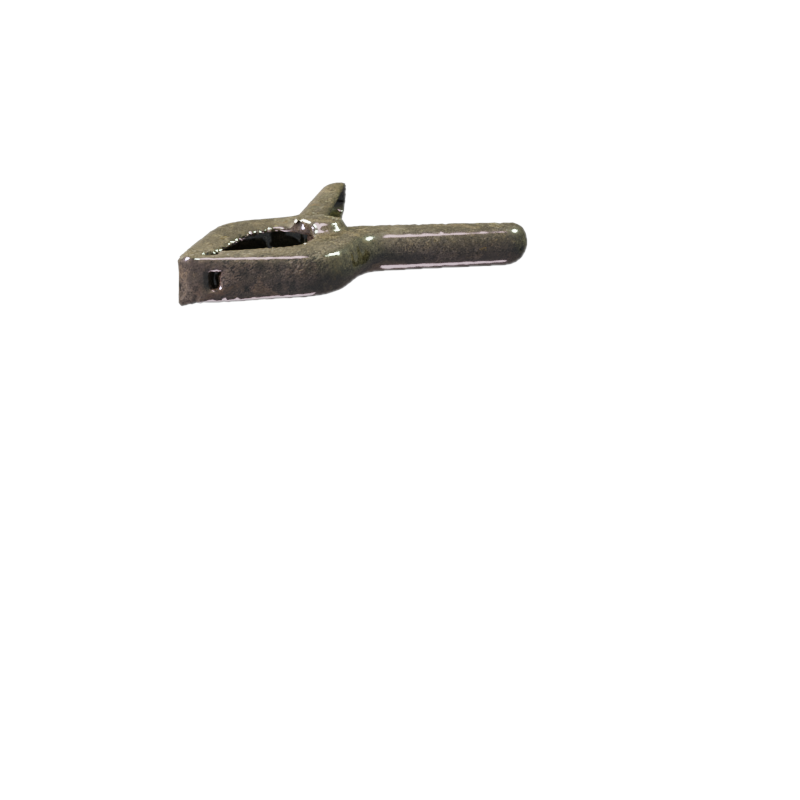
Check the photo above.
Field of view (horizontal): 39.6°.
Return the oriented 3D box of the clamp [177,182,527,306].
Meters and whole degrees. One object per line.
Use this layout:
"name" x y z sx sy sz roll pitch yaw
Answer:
"clamp" -0.052 -0.095 0.666 0.206 0.035 0.175 -18 28 -36
